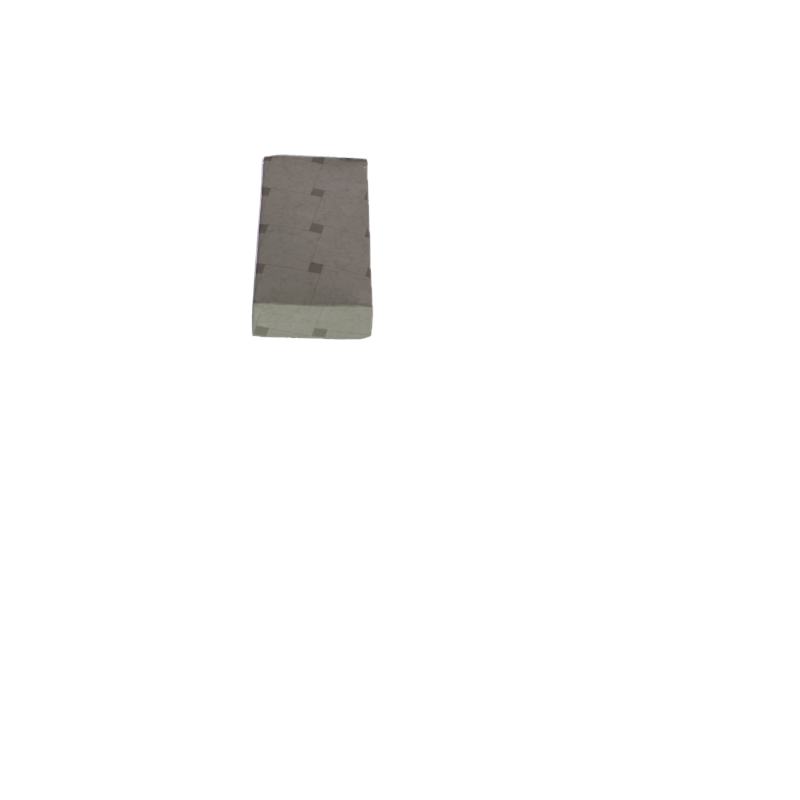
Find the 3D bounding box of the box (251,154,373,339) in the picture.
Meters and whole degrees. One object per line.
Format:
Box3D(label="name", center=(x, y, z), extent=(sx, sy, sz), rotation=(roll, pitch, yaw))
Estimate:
Box3D(label="box", center=(-0.071, -0.129, 0.901), extent=(0.093, 0.189, 0.045), rotation=(0, -40, -4))
